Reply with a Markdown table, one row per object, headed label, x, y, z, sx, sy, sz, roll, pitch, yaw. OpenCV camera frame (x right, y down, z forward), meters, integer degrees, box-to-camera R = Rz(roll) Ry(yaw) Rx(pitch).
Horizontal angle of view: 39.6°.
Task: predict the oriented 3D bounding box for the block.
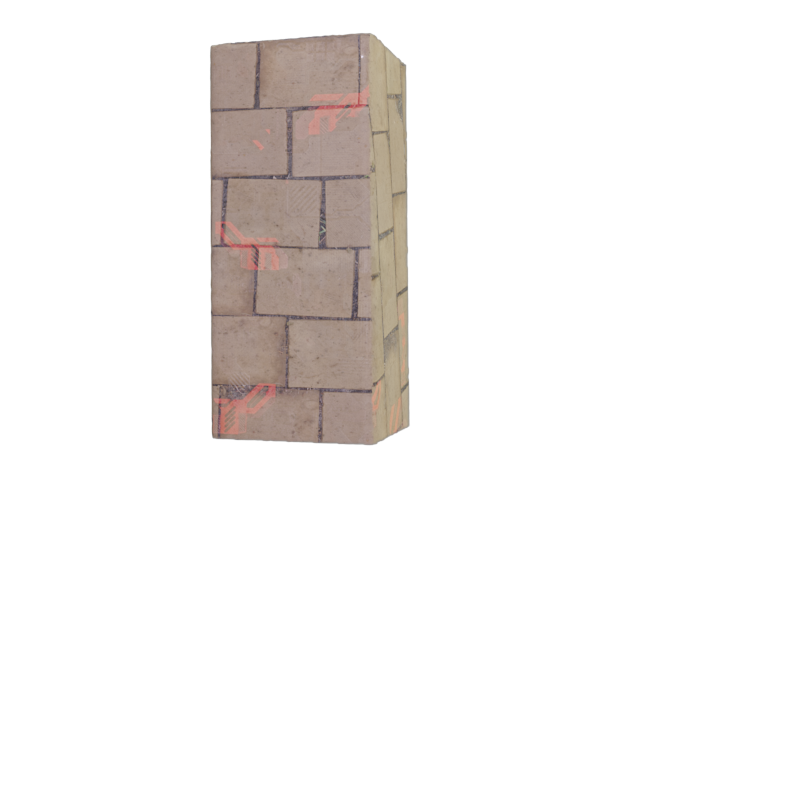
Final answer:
| label | x | y | z | sx | sy | sz | roll | pitch | yaw |
| --- | --- | --- | --- | --- | --- | --- | --- | --- | --- |
| block | -0.048 | -0.086 | 0.605 | 0.092 | 0.207 | 0.088 | 0 | -1 | 15 |
